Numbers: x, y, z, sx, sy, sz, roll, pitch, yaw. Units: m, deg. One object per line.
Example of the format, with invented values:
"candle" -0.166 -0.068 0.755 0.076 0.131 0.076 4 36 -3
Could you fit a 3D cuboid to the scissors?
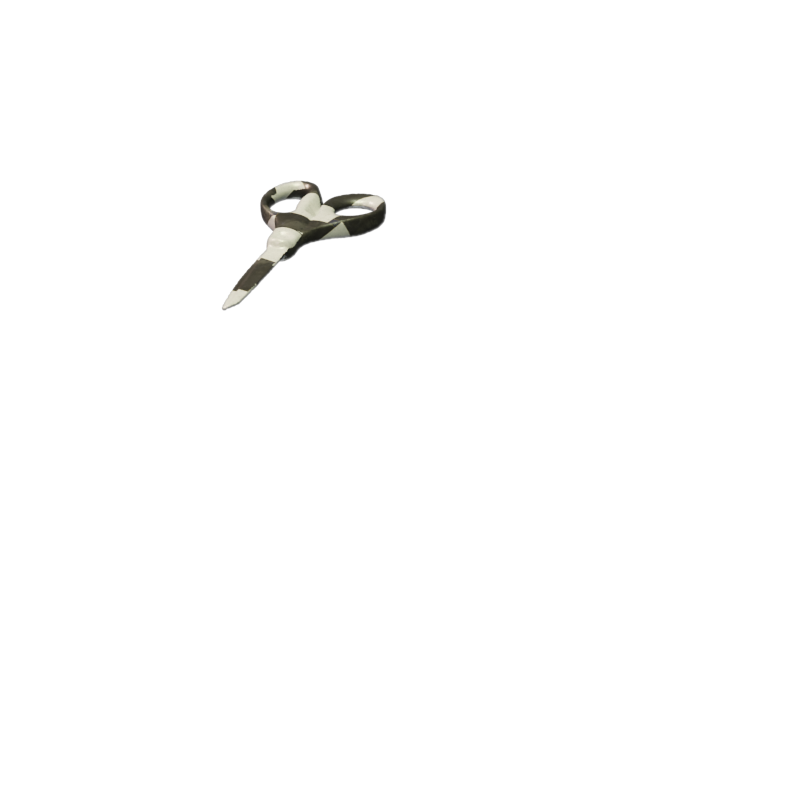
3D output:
"scissors" -0.056 -0.102 0.712 0.096 0.015 0.213 -1 29 -1
